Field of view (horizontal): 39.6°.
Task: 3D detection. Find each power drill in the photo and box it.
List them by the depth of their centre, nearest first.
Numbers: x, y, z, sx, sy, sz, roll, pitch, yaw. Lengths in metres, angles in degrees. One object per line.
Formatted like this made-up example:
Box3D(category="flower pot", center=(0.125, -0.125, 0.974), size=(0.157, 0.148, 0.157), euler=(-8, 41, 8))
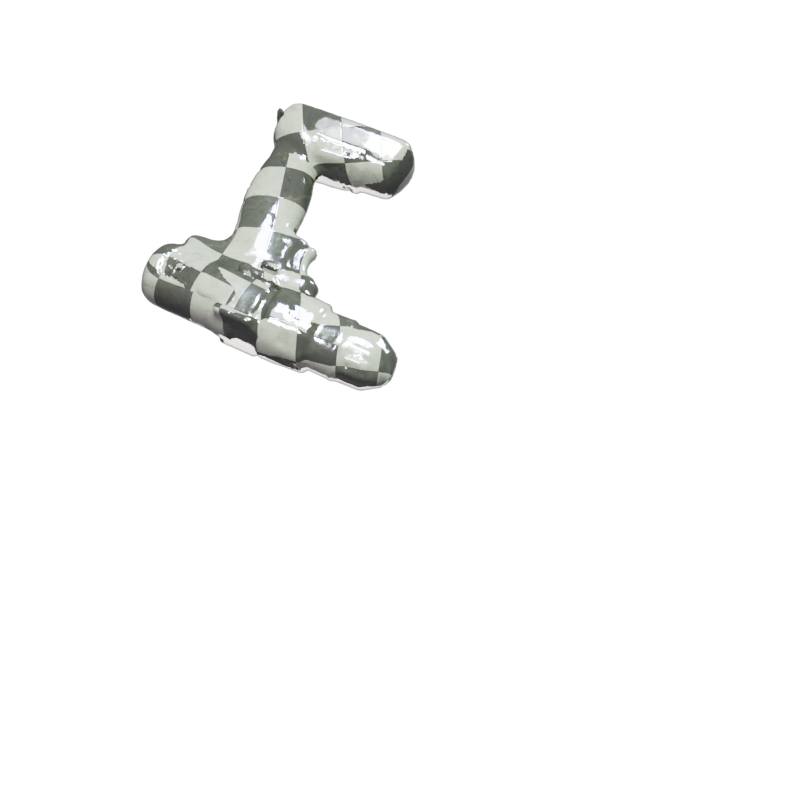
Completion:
Box3D(category="power drill", center=(-0.060, -0.110, 0.770), size=(0.190, 0.194, 0.054), euler=(22, -29, 13))
